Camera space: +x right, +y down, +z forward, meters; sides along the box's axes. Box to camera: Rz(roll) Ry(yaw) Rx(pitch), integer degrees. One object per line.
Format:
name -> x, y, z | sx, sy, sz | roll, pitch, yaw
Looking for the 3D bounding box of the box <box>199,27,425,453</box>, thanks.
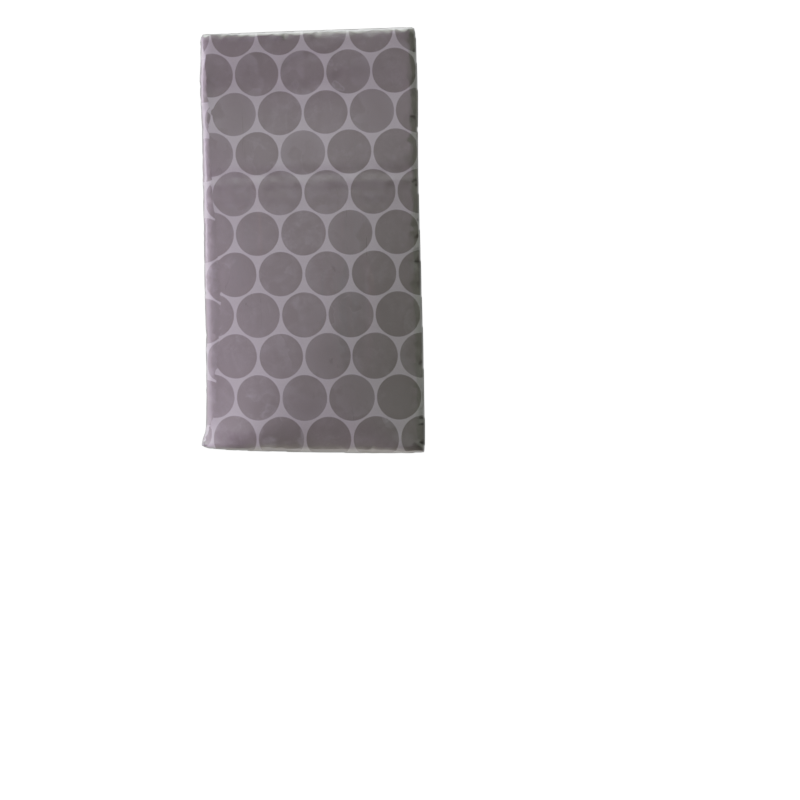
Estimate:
box -> -0.037, -0.068, 0.476 | 0.094, 0.178, 0.047 | -1, -5, 3
